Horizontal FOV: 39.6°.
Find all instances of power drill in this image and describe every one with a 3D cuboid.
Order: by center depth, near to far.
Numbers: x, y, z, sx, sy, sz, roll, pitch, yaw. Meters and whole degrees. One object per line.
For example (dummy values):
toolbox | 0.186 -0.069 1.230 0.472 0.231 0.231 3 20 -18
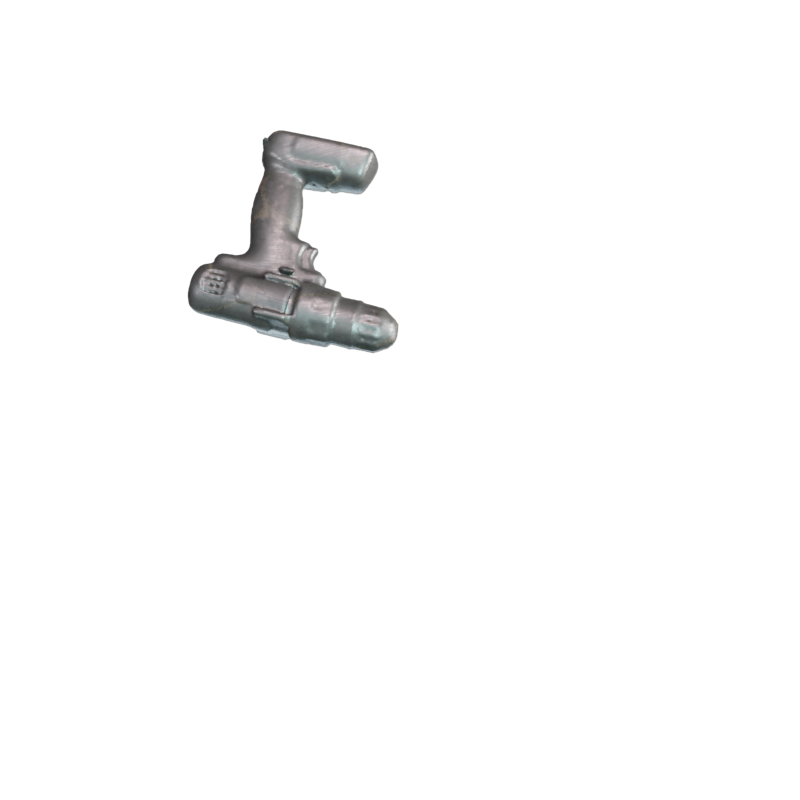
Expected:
power drill | -0.077 -0.140 0.980 0.187 0.196 0.054 13 -25 6
